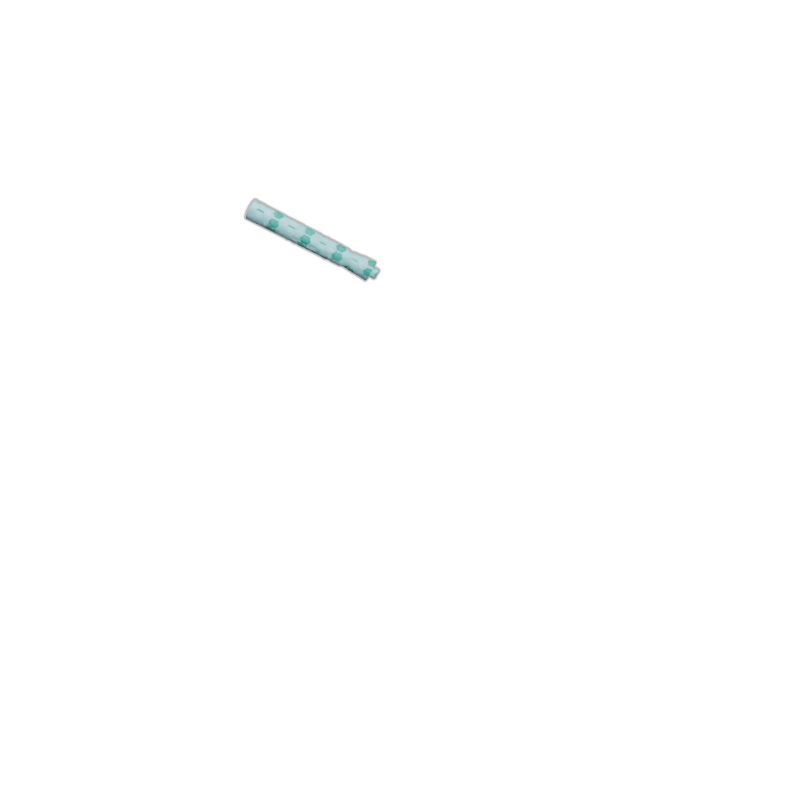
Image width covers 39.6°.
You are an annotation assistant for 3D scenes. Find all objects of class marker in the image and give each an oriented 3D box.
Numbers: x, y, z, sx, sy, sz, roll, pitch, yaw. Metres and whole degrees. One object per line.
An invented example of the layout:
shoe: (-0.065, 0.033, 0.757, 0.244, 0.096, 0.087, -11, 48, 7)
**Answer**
marker: (-0.073, -0.132, 0.928, 0.122, 0.020, 0.020, 28, 5, 5)
